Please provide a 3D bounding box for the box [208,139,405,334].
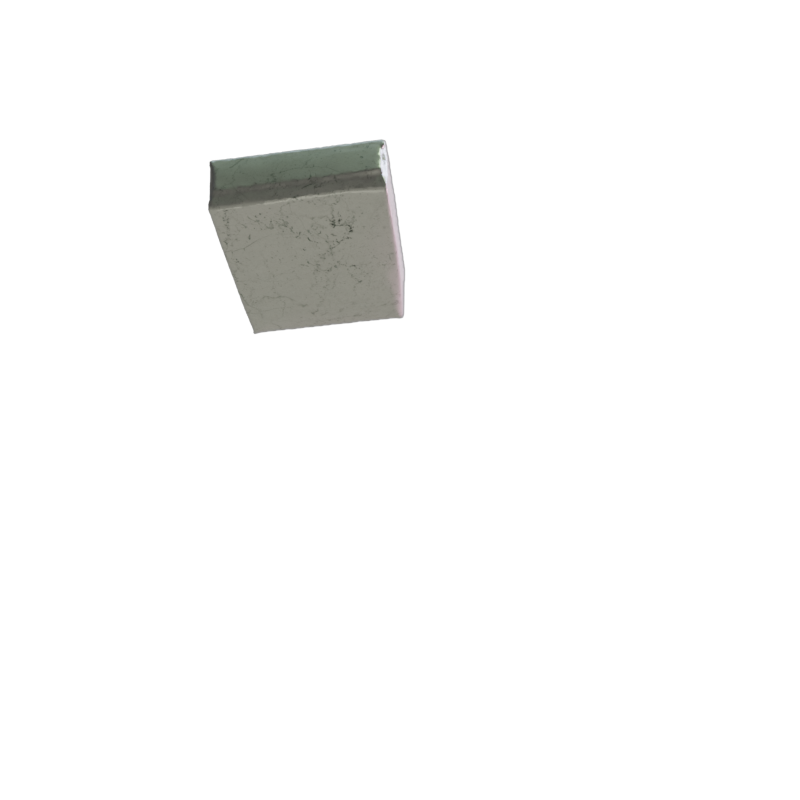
[{"bbox_3d":[-0.046,-0.083,0.583,0.090,0.042,0.105,-4,-36,5],"label":"box"}]
